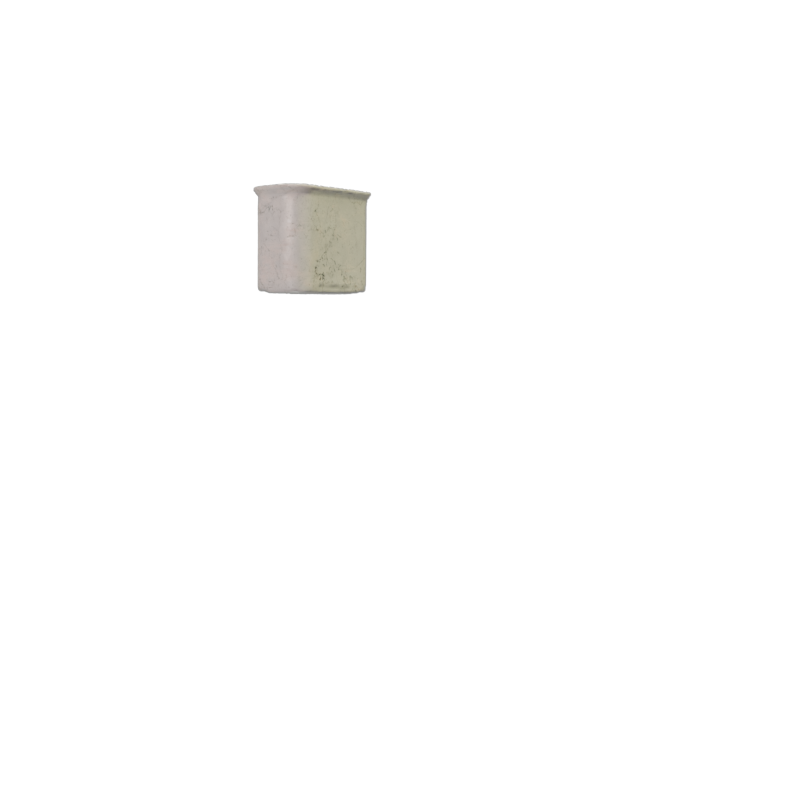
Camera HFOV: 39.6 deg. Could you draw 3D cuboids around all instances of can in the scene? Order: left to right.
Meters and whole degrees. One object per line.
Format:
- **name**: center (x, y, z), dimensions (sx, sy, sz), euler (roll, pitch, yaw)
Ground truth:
- **can**: center (-0.070, -0.127, 0.889), dimensions (0.060, 0.084, 0.098), euler (-1, 1, 38)
